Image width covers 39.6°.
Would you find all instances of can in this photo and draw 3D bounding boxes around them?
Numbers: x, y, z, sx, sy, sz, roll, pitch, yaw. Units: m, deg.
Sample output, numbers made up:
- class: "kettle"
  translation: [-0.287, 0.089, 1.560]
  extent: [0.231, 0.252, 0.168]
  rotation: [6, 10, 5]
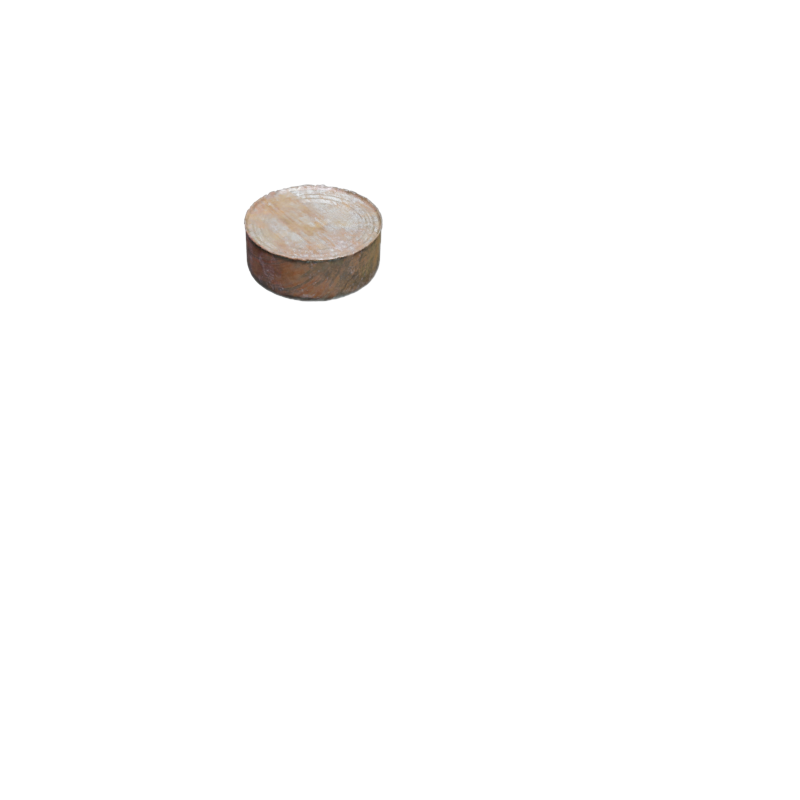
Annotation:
- class: "can"
  translation: [-0.054, -0.099, 0.694]
  extent: [0.086, 0.031, 0.092]
  rotation: [-1, 39, -2]
